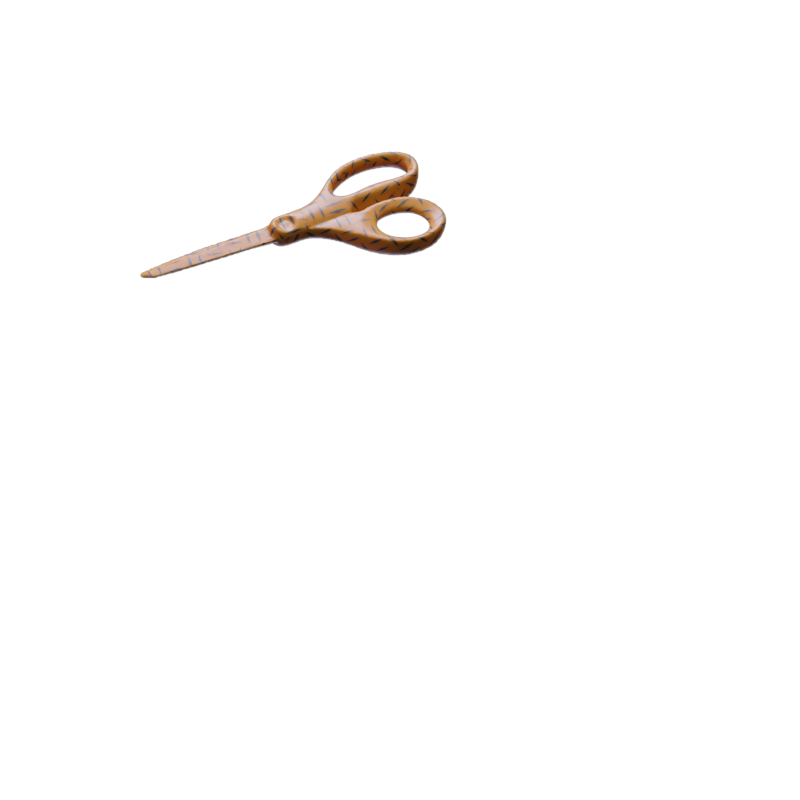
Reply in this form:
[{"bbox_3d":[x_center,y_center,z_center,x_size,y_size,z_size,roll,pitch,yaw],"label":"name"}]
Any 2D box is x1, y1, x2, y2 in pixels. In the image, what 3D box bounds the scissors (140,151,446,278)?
[{"bbox_3d":[-0.055,-0.101,0.704,0.203,0.015,0.103,-35,58,-27],"label":"scissors"}]
